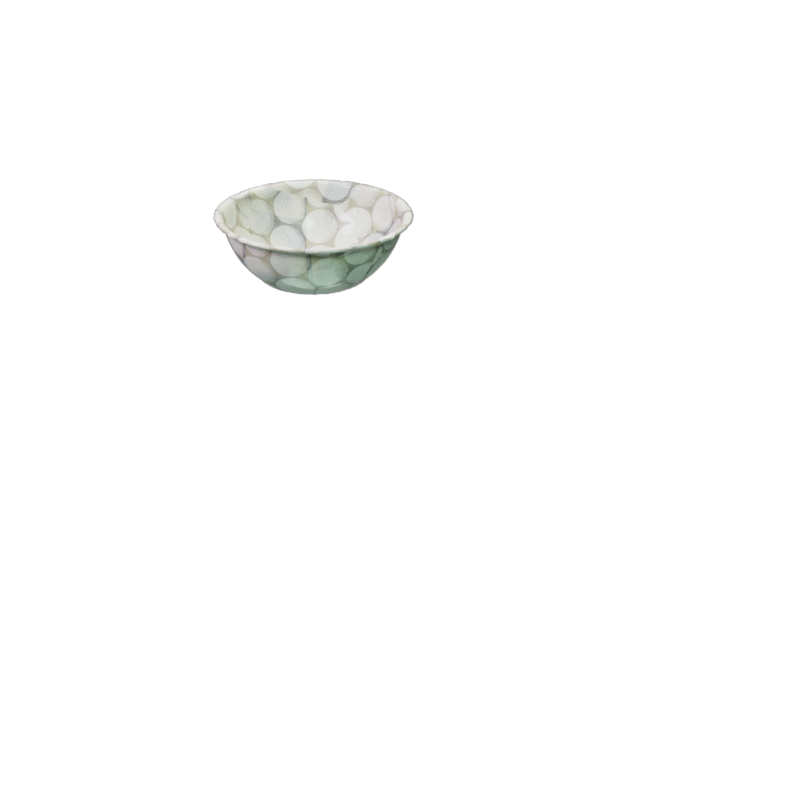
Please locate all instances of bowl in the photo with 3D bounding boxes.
[{"bbox_3d":[-0.071,-0.129,0.906,0.162,0.052,0.171,-1,29,-2],"label":"bowl"}]
